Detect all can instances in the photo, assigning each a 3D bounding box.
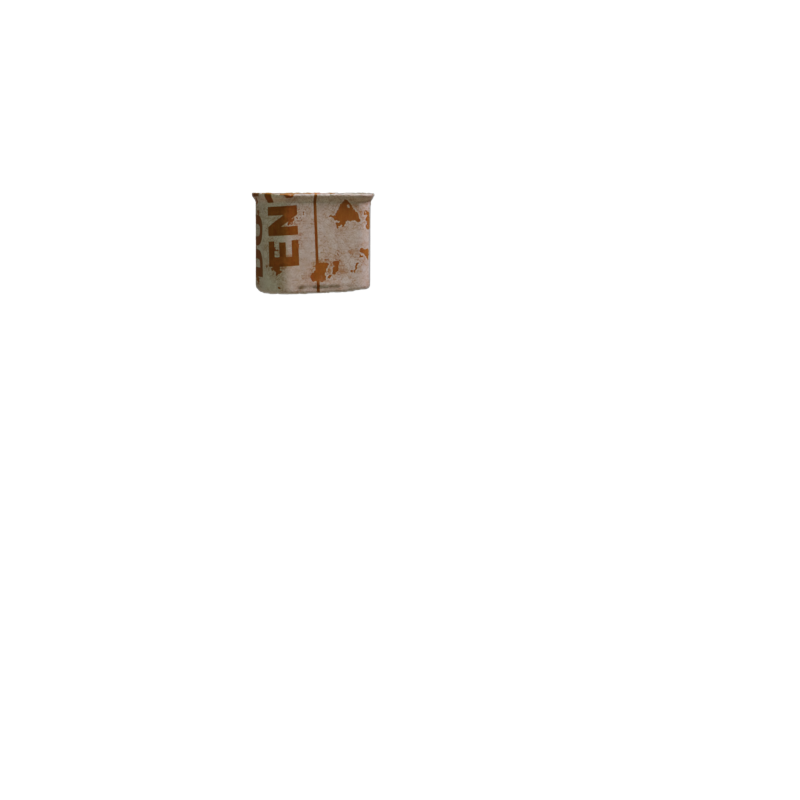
[{"bbox_3d":[-0.074,-0.135,0.944,0.099,0.083,0.060,-3,7,-23],"label":"can"}]
